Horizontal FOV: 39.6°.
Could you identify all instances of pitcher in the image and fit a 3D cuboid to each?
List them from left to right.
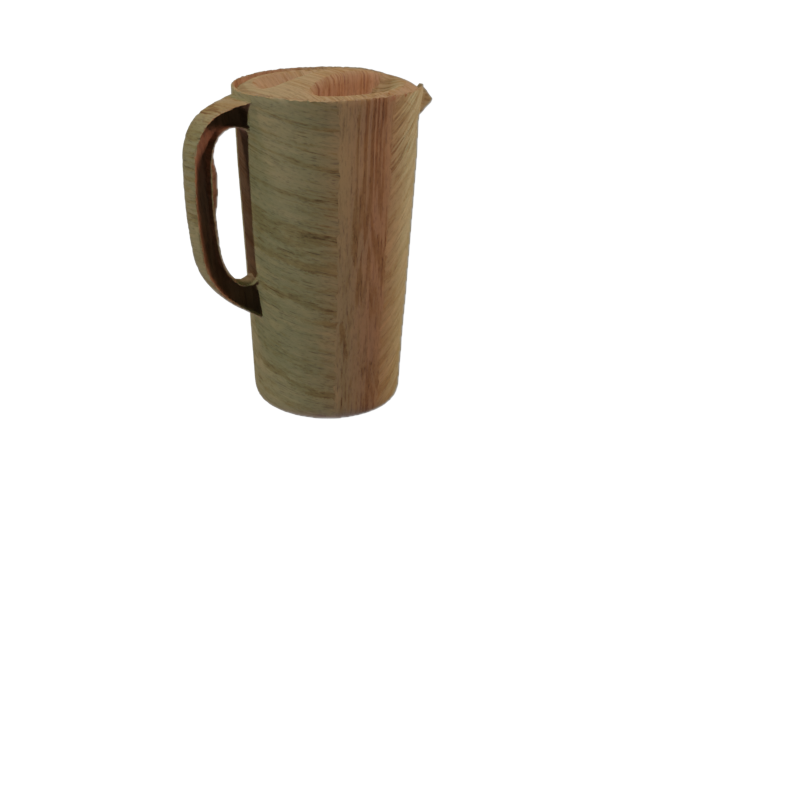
[{"bbox_3d":[-0.062,-0.113,0.795,0.152,0.233,0.149,6,21,12],"label":"pitcher"}]
